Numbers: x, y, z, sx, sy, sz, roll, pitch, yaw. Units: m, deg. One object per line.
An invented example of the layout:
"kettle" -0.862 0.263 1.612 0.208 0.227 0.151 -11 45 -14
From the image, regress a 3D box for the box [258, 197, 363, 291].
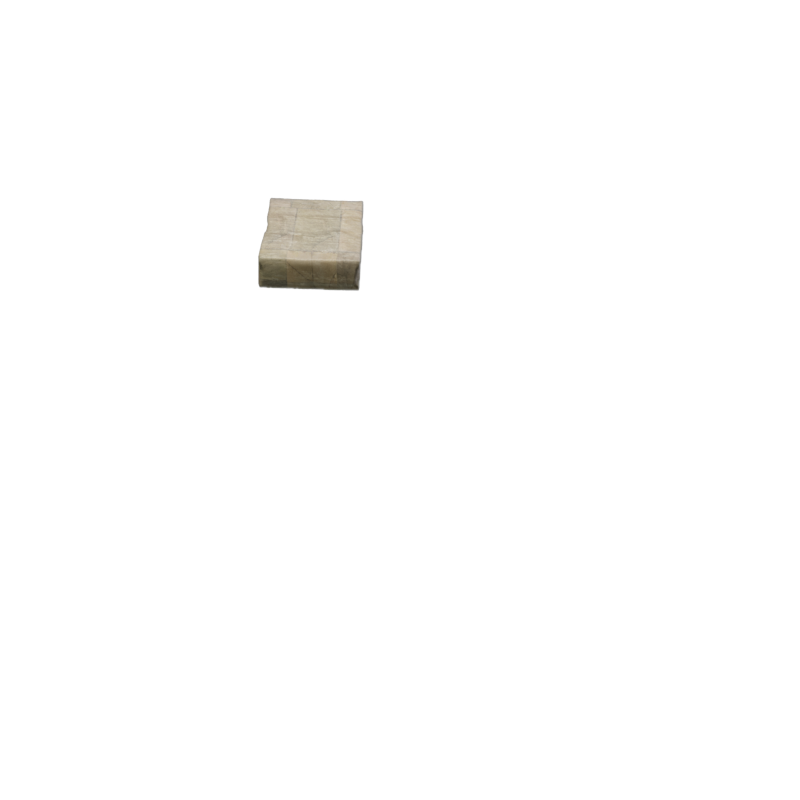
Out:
"box" -0.064 -0.118 0.824 0.073 0.028 0.095 2 37 2
